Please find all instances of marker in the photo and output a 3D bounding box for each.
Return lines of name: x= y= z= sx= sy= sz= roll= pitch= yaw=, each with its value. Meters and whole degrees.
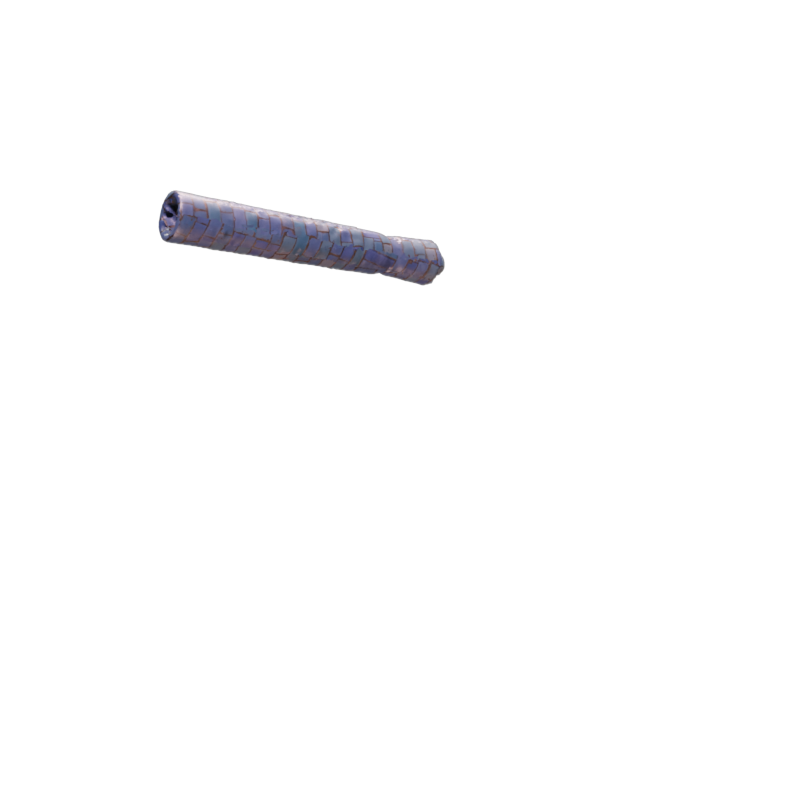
marker: x=-0.033 y=-0.060 z=0.424 sx=0.116 sy=0.020 sz=0.020 roll=6 pitch=0 yaw=-32
